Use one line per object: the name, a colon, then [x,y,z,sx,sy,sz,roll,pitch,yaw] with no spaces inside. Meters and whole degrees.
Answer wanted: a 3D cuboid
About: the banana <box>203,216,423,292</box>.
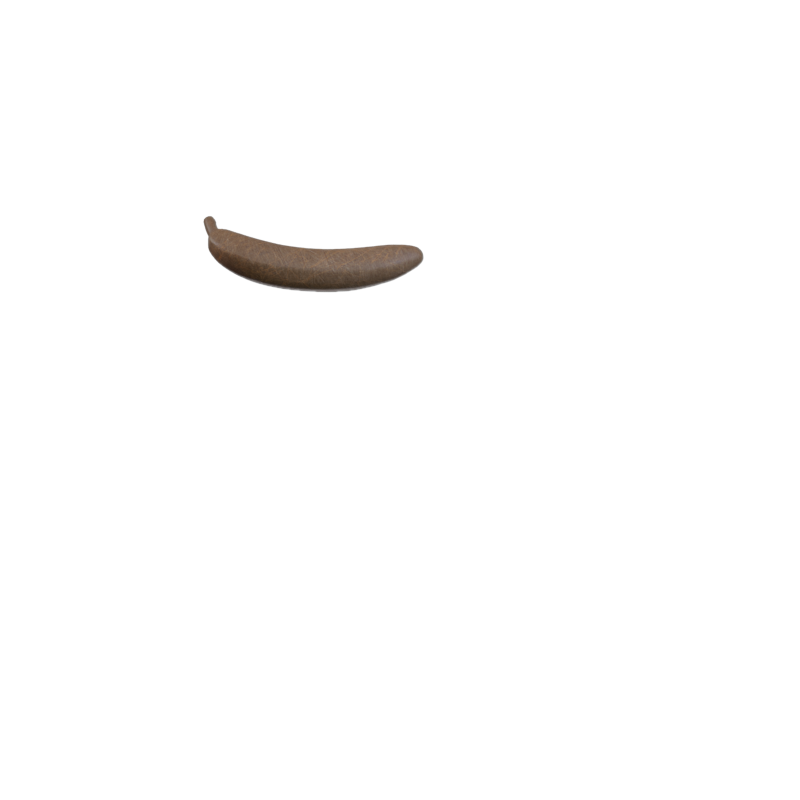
banana: [-0.082,-0.122,0.944,0.201,0.073,0.034,11,-36,8]
